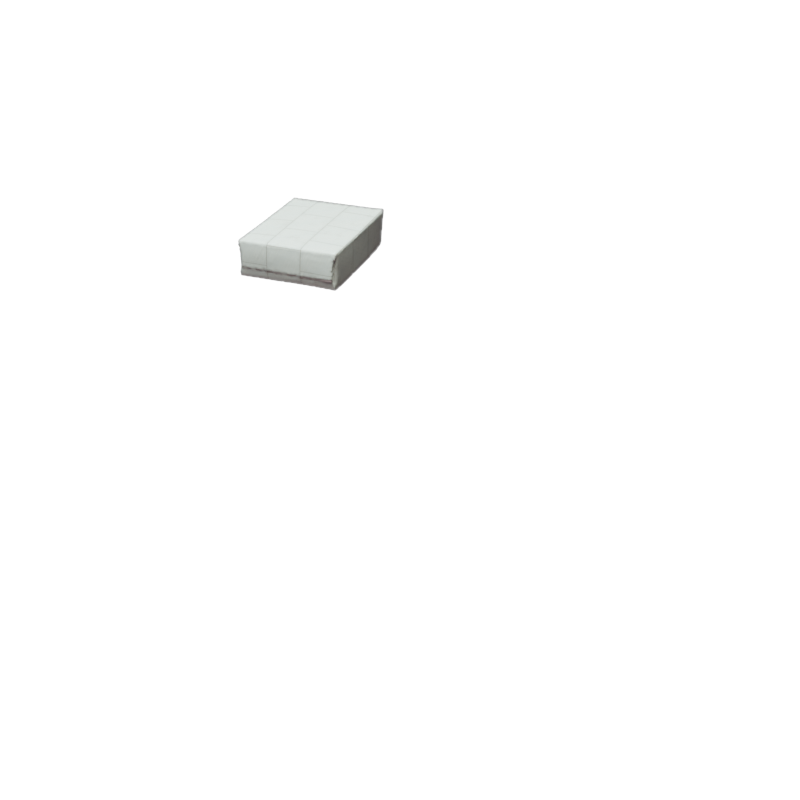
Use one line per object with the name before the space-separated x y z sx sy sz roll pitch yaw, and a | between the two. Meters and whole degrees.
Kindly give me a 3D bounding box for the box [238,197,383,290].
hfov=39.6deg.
box | -0.075 -0.137 0.960 0.093 0.037 0.116 10 29 19
